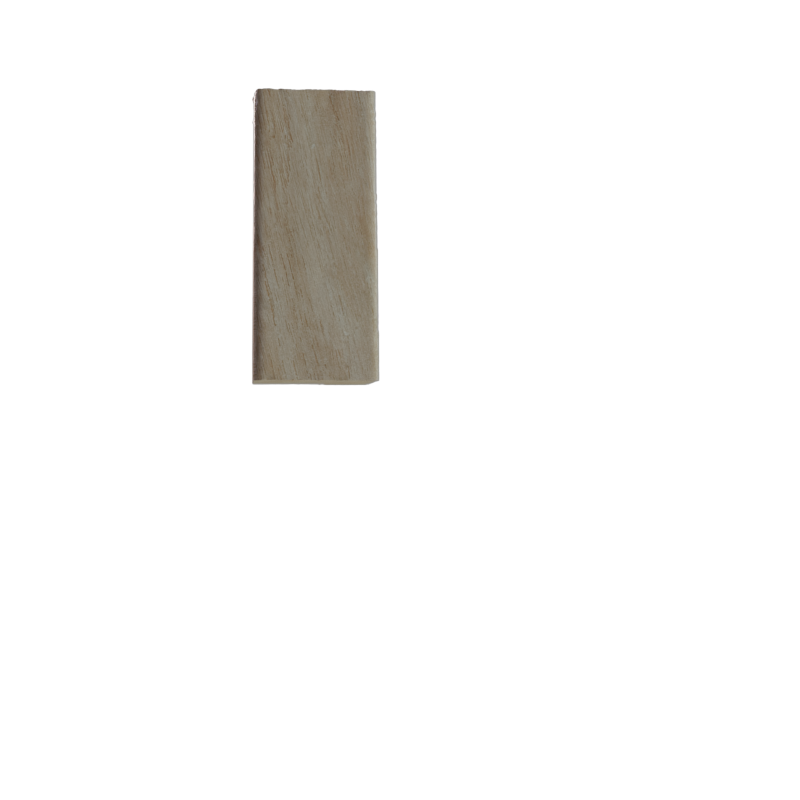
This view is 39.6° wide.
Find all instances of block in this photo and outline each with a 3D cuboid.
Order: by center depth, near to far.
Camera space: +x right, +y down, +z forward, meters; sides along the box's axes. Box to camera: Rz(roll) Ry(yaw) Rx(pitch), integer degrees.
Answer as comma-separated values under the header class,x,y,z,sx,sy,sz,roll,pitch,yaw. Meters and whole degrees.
class,x,y,z,sx,sy,sz,roll,pitch,yaw
block,-0.065,-0.116,0.815,0.090,0.211,0.089,0,-8,-6
